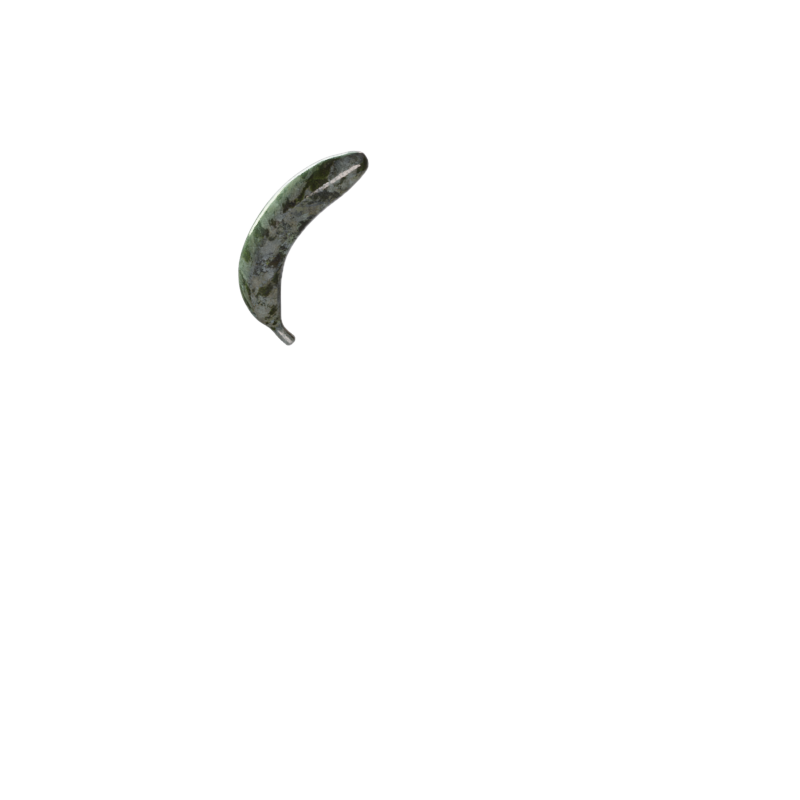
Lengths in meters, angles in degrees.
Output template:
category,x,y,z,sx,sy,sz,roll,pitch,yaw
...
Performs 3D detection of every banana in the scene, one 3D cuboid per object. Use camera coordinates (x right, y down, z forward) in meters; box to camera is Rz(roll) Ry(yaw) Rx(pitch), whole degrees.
category,x,y,z,sx,sy,sz,roll,pitch,yaw
banana,-0.090,-0.132,0.909,0.068,0.189,0.039,16,37,-14
